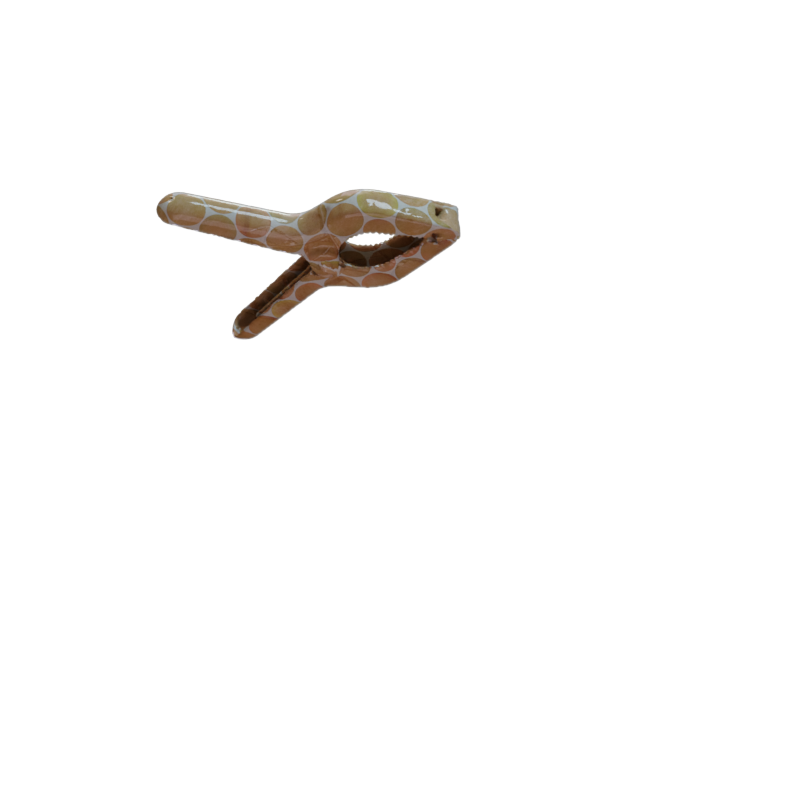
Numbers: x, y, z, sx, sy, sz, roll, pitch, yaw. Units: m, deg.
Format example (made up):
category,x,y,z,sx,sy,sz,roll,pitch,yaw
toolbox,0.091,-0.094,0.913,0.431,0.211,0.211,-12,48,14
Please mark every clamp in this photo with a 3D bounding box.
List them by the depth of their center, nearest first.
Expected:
category,x,y,z,sx,sy,sz,roll,pitch,yaw
clamp,-0.063,-0.116,0.811,0.212,0.039,0.152,-13,-37,18
